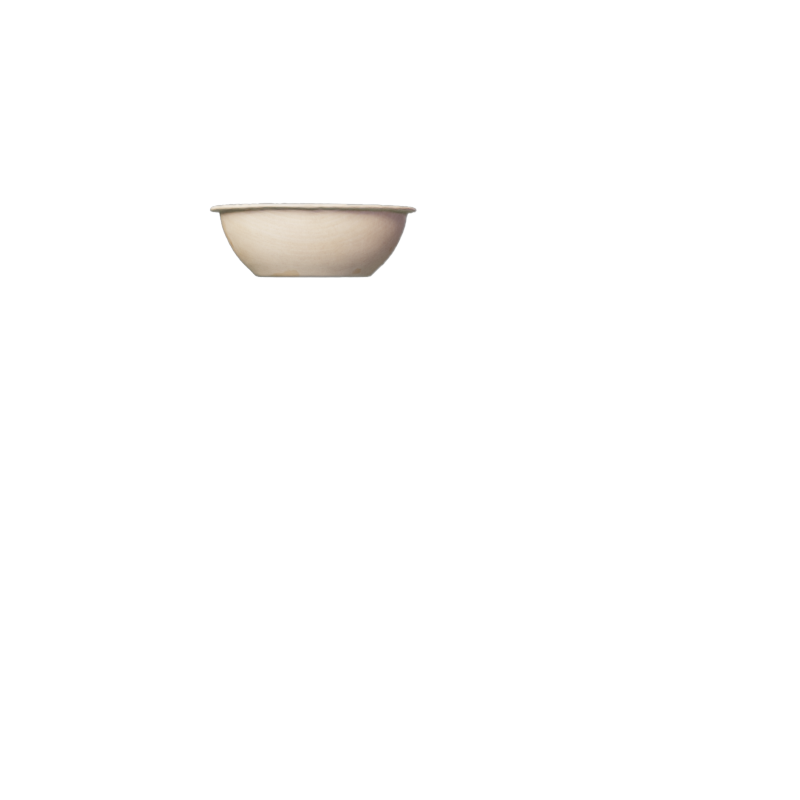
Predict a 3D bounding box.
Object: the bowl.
[{"bbox_3d":[-0.068,-0.124,0.868,0.162,0.055,0.163,0,6,-2],"label":"bowl"}]
